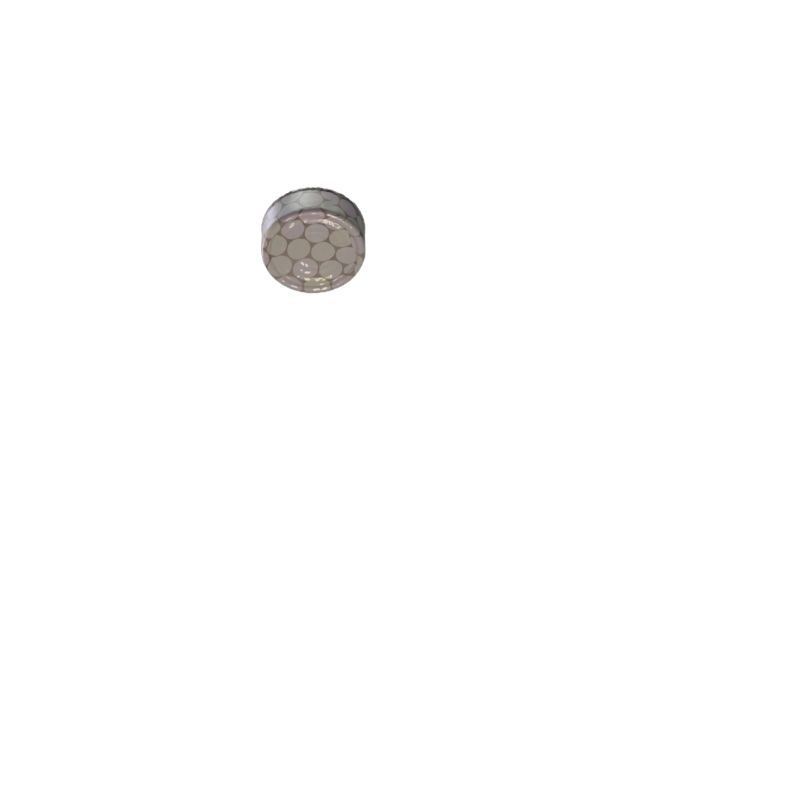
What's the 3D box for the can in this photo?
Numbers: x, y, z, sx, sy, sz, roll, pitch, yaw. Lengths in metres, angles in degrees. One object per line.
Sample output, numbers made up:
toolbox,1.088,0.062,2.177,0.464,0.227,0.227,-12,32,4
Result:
can,-0.070,-0.128,0.899,0.086,0.080,0.036,1,40,-1
